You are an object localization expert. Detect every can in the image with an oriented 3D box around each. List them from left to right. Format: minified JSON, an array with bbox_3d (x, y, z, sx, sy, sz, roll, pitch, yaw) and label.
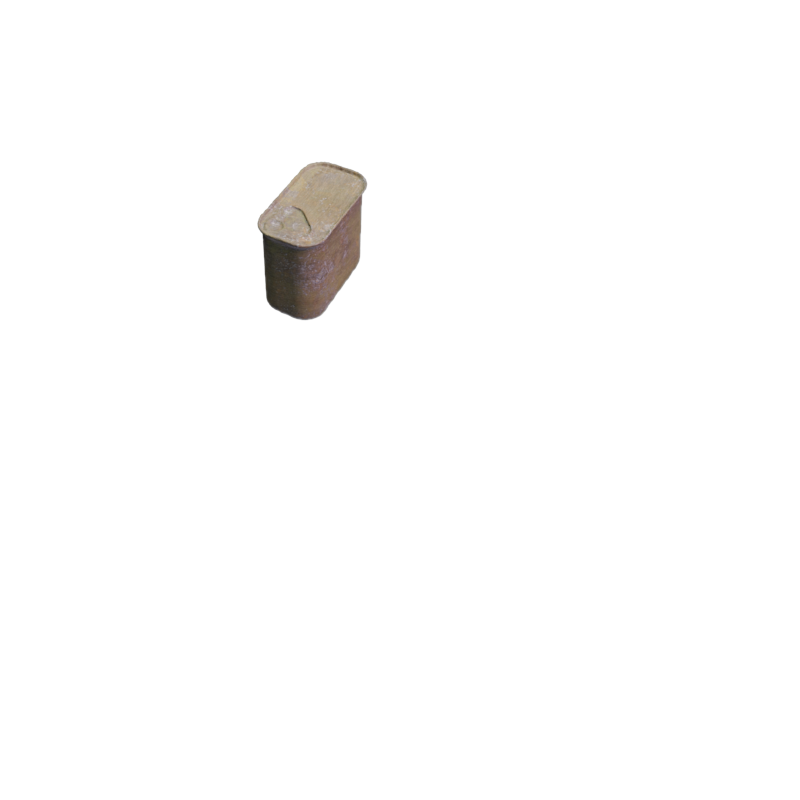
[{"bbox_3d":[-0.070,-0.127,0.890,0.060,0.078,0.105,20,48,16],"label":"can"}]
